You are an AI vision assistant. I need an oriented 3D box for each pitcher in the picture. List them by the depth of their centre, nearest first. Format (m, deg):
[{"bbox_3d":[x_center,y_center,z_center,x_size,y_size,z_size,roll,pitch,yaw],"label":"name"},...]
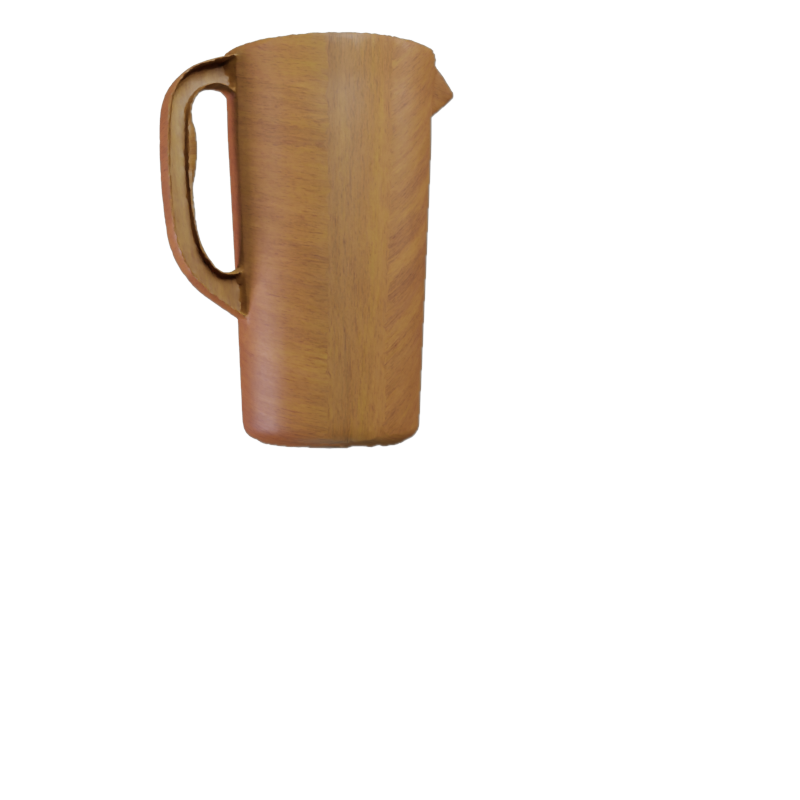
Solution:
[{"bbox_3d":[-0.053,-0.097,0.680,0.153,0.245,0.140,-1,-3,21],"label":"pitcher"}]
